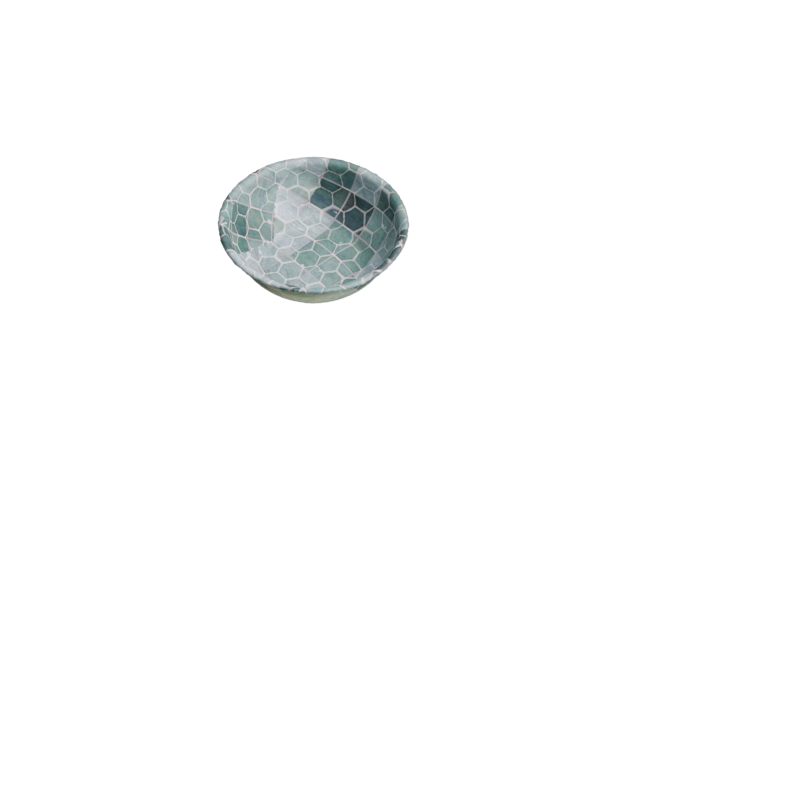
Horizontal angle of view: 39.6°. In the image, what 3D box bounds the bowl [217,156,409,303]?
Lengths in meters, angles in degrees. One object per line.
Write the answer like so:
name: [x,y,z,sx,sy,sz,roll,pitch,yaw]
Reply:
bowl: [-0.075,-0.136,0.955,0.162,0.174,0.051,-1,-40,-1]
